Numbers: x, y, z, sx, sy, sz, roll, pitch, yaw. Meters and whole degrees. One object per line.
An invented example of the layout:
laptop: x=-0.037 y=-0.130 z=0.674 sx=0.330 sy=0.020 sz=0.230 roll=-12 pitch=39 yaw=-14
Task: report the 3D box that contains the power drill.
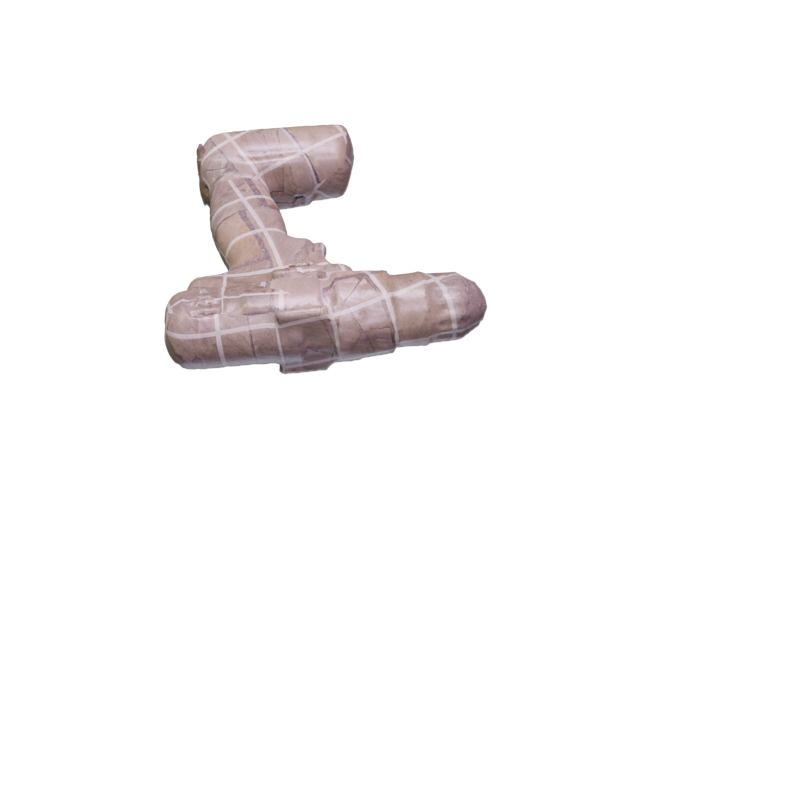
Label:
power drill: x=-0.054 y=-0.098 z=0.686 sx=0.183 sy=0.053 sz=0.202 roll=-5 pitch=43 yaw=-6
